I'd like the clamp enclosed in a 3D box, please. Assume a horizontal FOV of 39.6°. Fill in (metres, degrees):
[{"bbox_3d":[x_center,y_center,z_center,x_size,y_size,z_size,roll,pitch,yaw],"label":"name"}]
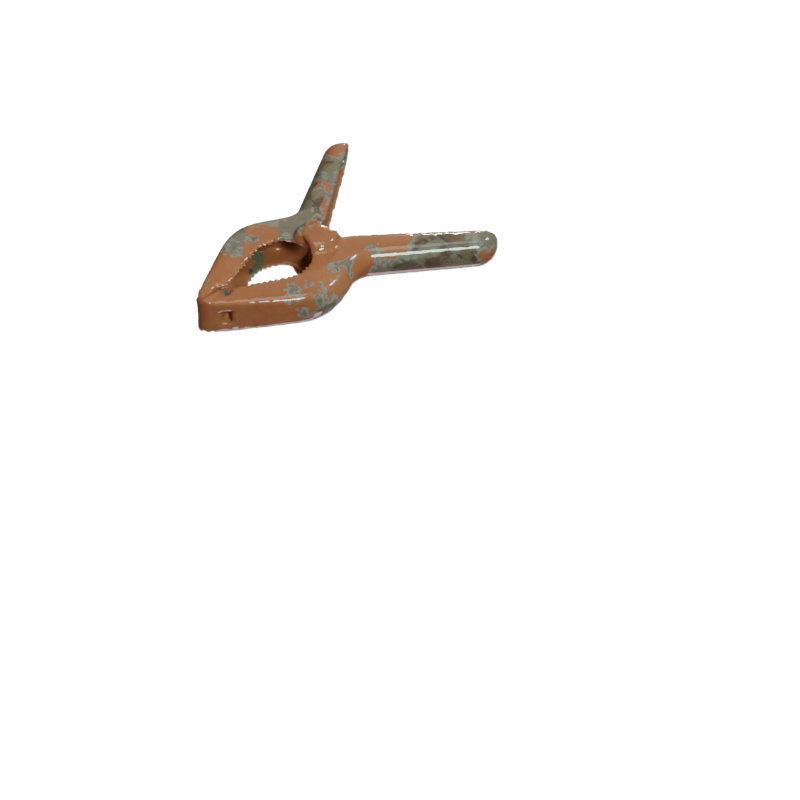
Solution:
[{"bbox_3d":[-0.061,-0.111,0.777,0.209,0.034,0.177,-27,49,-26],"label":"clamp"}]
